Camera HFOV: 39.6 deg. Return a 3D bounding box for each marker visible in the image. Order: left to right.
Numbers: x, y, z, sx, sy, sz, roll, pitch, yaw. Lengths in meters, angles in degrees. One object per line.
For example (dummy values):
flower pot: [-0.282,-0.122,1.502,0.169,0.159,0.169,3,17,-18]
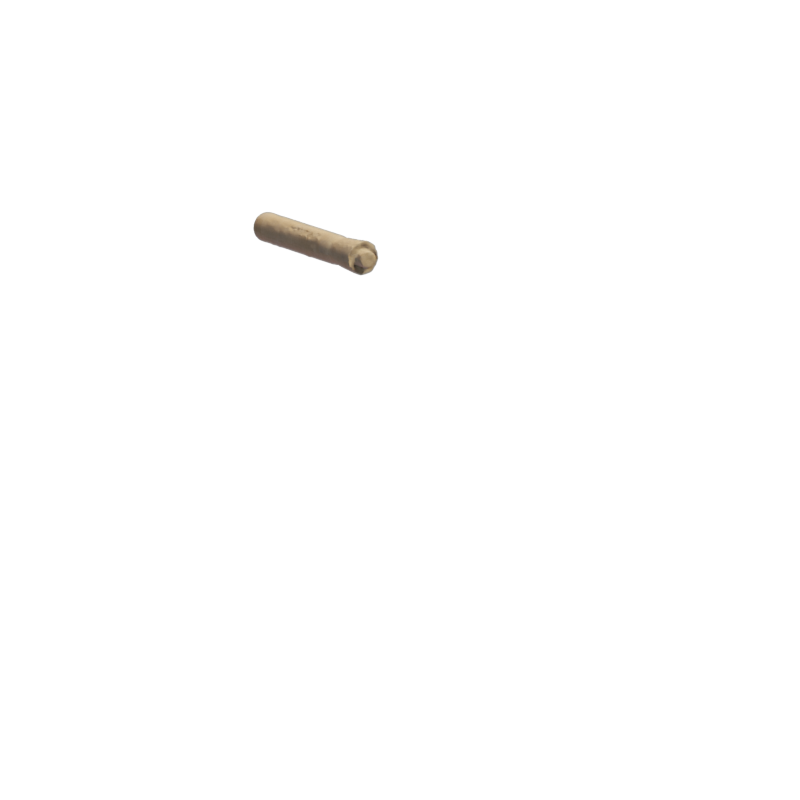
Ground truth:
marker: [-0.050,-0.091,0.637,0.019,0.019,0.128,-3,17,-32]
